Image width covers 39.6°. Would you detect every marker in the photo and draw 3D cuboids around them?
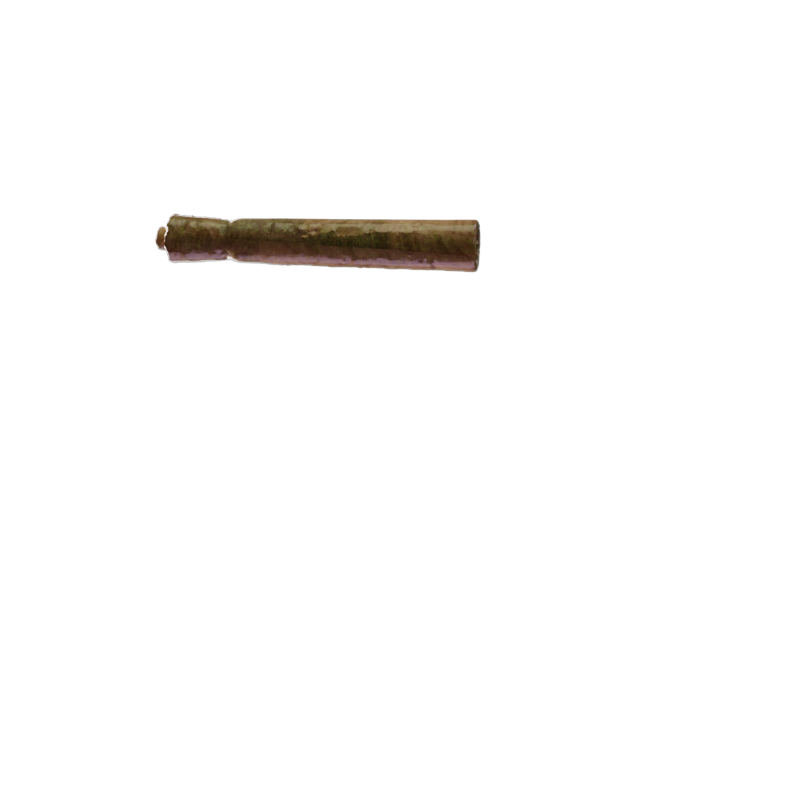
[{"bbox_3d":[-0.032,-0.058,0.409,0.123,0.020,0.019,3,5,14],"label":"marker"}]
